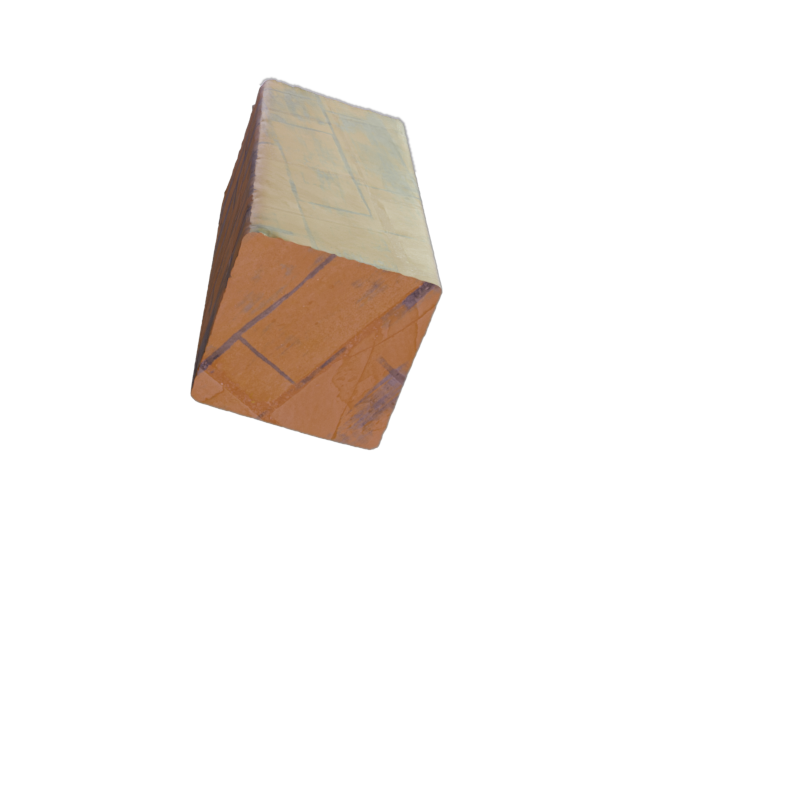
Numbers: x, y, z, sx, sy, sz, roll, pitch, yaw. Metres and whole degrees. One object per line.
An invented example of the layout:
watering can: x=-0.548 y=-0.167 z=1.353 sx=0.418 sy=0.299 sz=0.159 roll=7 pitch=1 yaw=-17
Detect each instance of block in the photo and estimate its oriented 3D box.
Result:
block: x=-0.045 y=-0.081 z=0.566 sx=0.088 sy=0.087 sz=0.219 roll=15 pitch=29 yaw=-13
